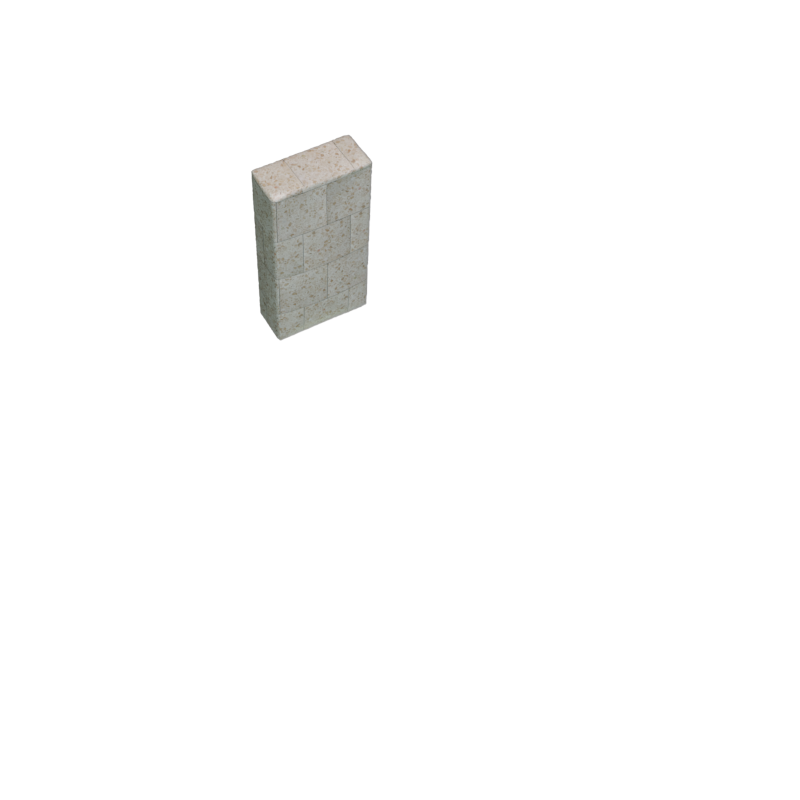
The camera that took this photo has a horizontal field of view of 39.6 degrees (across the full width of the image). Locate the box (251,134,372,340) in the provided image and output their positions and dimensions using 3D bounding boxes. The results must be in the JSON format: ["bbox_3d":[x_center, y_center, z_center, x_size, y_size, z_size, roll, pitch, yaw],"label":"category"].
[{"bbox_3d":[-0.074,-0.134,0.939,0.093,0.052,0.165,-24,-31,-20],"label":"box"}]
